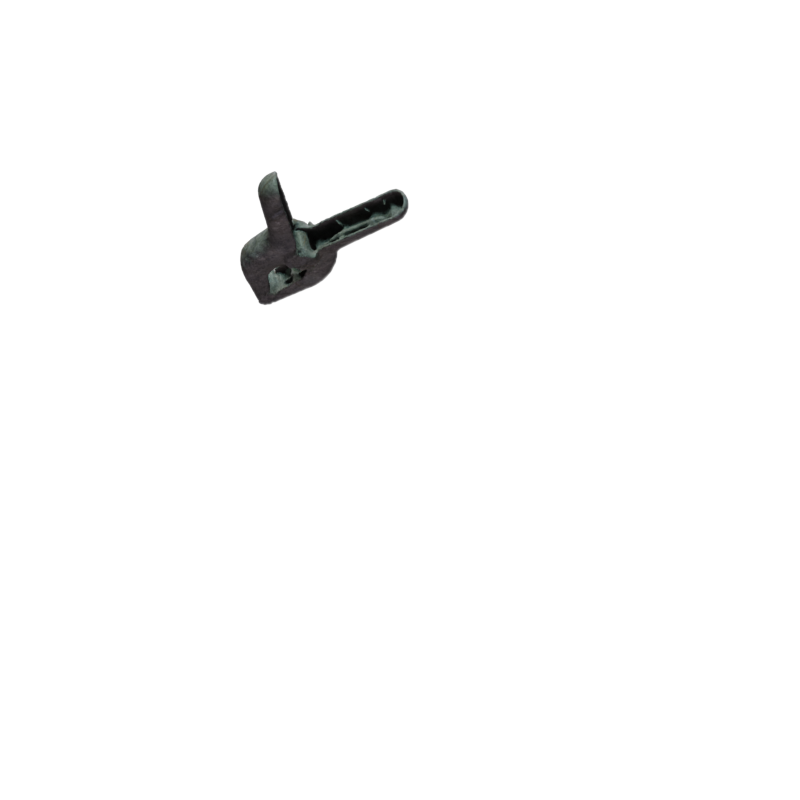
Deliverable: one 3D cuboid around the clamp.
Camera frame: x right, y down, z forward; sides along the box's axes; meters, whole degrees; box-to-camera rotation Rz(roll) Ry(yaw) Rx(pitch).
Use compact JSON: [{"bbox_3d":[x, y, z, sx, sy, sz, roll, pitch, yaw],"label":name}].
[{"bbox_3d":[-0.069,-0.127,0.887,0.117,0.041,0.166,7,-24,-16],"label":"clamp"}]
